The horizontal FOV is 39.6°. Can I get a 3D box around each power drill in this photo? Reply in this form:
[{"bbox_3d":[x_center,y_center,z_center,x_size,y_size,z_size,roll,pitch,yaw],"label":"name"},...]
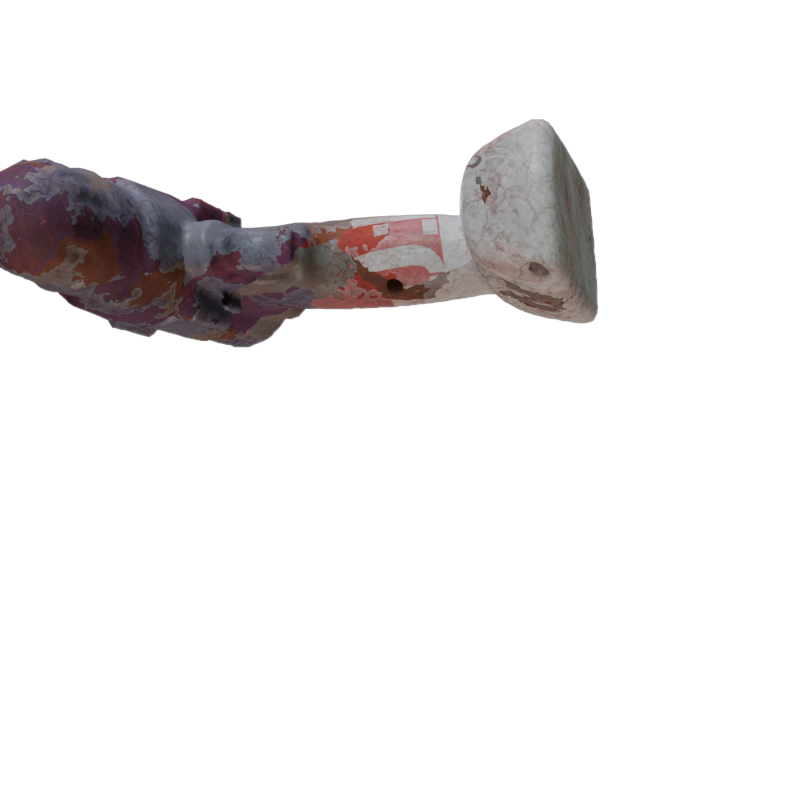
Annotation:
[{"bbox_3d":[-0.031,-0.057,0.401,0.192,0.058,0.177,-2,-4,20],"label":"power drill"}]
